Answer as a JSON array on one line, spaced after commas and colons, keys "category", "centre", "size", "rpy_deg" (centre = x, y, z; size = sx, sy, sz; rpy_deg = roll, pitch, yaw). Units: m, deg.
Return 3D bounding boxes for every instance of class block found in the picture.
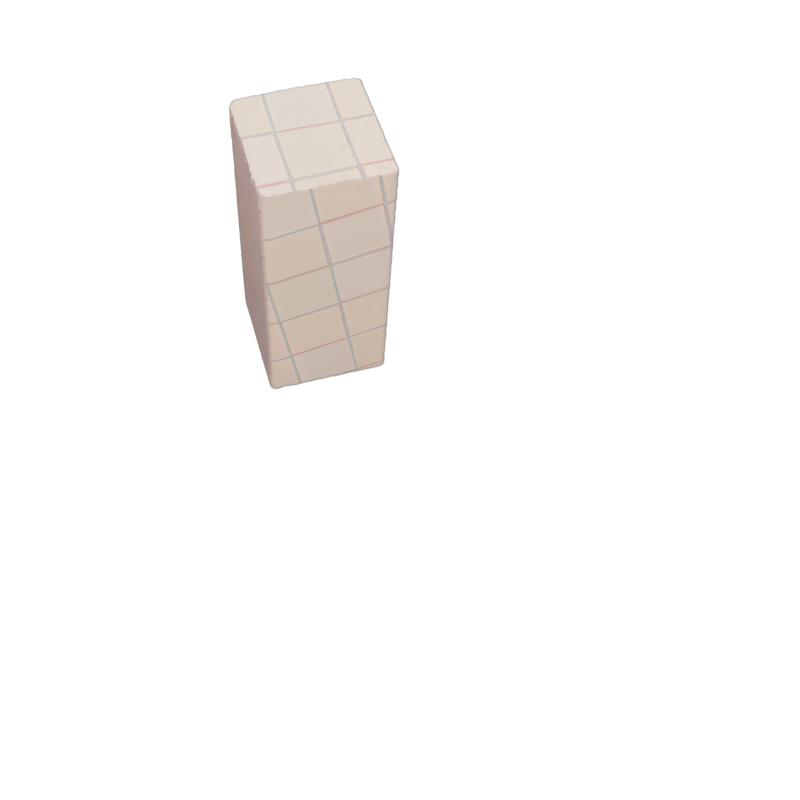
[{"category": "block", "centre": [-0.060, -0.109, 0.762], "size": [0.089, 0.098, 0.193], "rpy_deg": [-12, -34, -12]}]
